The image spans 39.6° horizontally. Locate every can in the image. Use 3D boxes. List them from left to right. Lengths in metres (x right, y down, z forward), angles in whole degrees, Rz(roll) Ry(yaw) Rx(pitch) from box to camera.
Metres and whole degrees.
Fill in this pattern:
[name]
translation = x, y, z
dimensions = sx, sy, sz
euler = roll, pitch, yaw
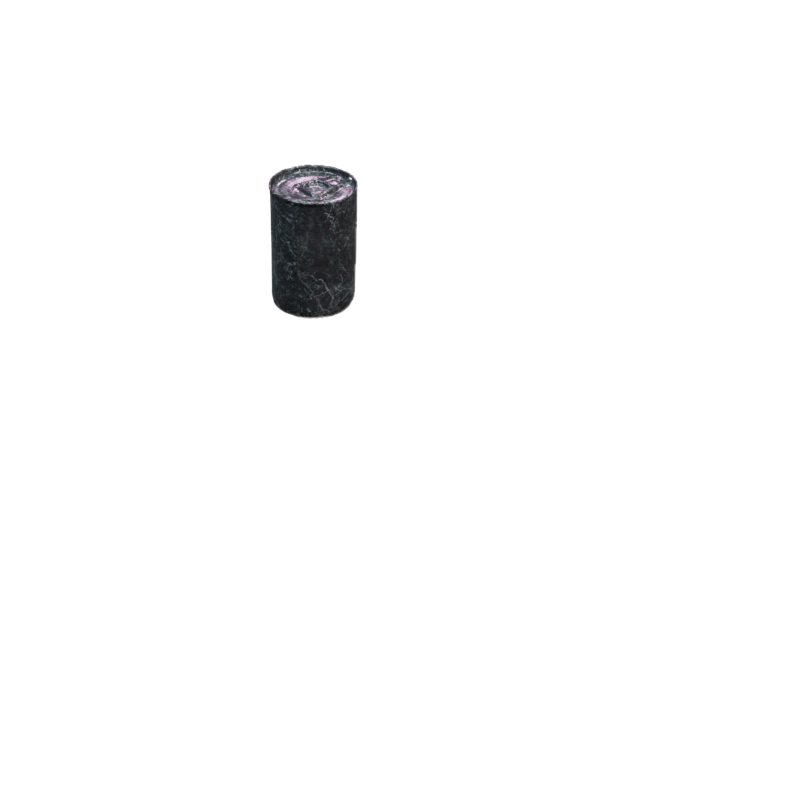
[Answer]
[can]
translation = -0.068, -0.124, 0.865
dimensions = 0.068, 0.096, 0.073
euler = 0, 32, -3
